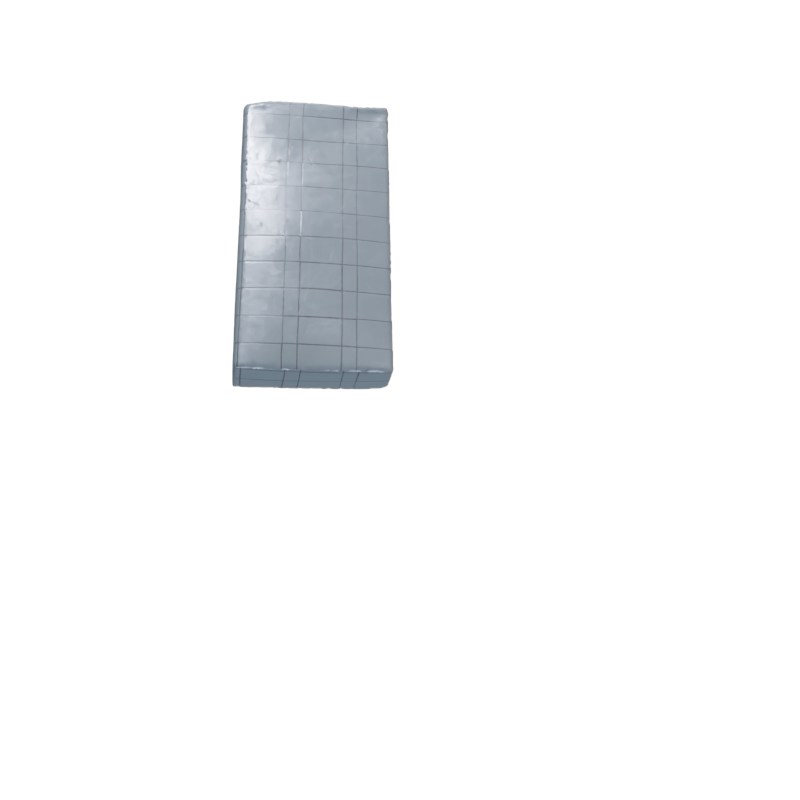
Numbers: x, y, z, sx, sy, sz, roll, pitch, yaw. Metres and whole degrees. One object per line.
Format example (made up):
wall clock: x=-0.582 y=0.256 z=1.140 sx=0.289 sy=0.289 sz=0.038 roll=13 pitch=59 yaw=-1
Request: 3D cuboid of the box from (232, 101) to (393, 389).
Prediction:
box: x=-0.053 y=-0.096 z=0.674 sx=0.093 sy=0.185 sz=0.046 roll=1 pitch=-21 yaw=-6
